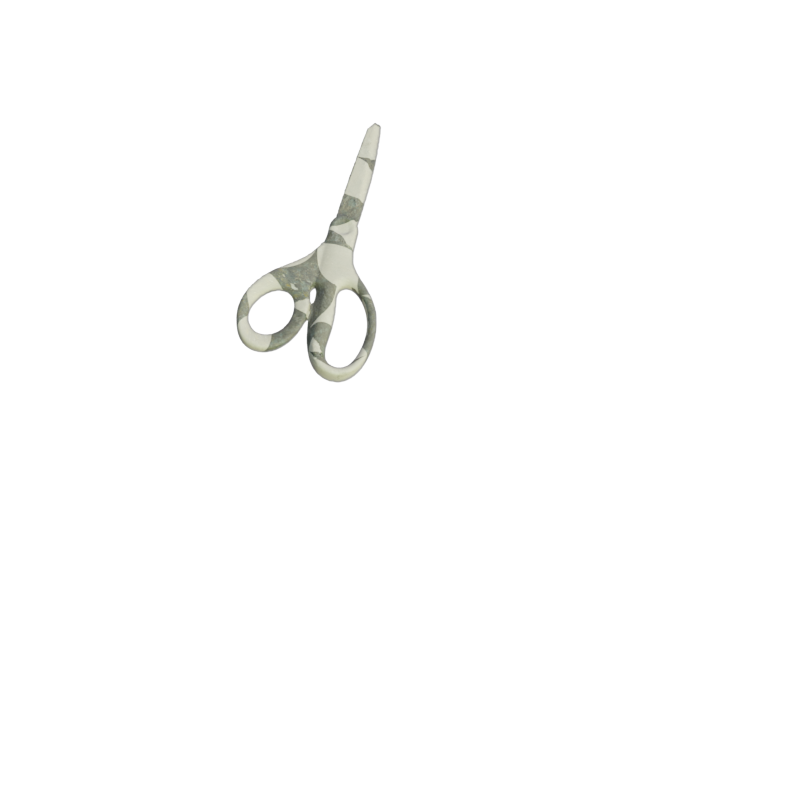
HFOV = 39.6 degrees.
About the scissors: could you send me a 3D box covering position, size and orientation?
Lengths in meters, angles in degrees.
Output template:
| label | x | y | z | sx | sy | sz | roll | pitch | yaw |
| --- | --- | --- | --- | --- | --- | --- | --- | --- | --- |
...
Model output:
| label | x | y | z | sx | sy | sz | roll | pitch | yaw |
| --- | --- | --- | --- | --- | --- | --- | --- | --- | --- |
| scissors | -0.057 | -0.103 | 0.724 | 0.096 | 0.216 | 0.015 | -2 | -33 | -1 |
